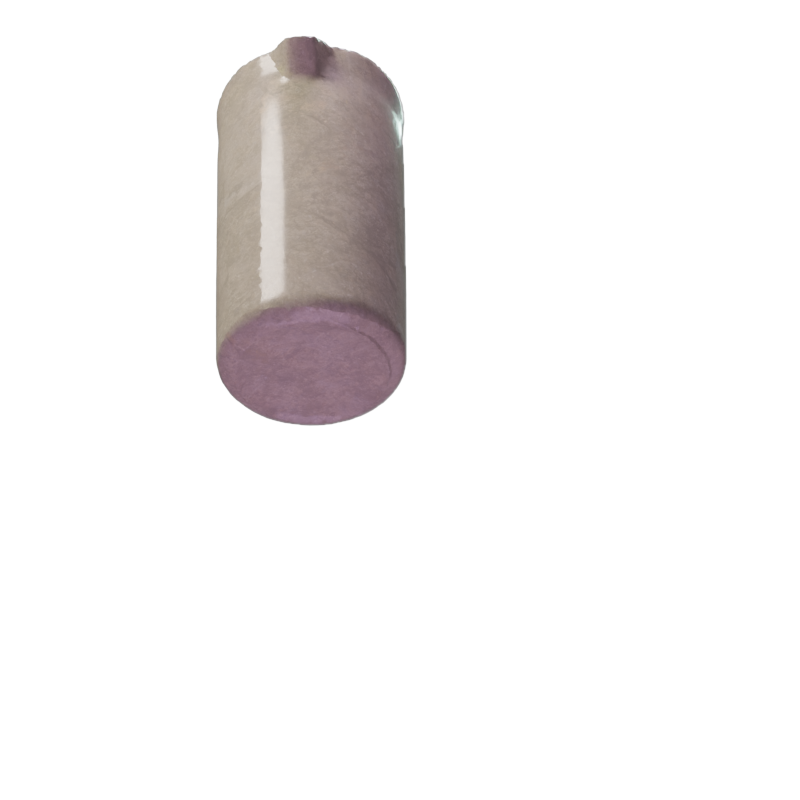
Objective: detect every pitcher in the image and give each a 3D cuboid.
[{"bbox_3d":[-0.056,-0.102,0.713,0.140,0.261,0.143,31,-53,-31],"label":"pitcher"}]
